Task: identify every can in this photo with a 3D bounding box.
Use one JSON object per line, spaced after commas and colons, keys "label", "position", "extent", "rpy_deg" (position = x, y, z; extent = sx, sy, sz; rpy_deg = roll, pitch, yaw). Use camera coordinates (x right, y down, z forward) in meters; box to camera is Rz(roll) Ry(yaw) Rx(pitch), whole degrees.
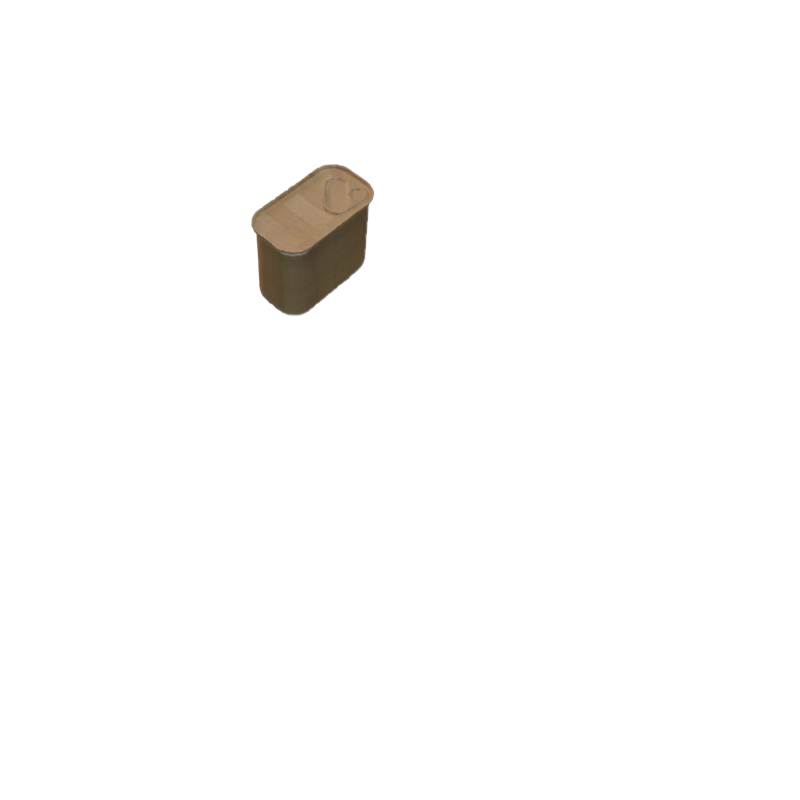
{"label": "can", "position": [-0.071, -0.129, 0.902], "extent": [0.061, 0.078, 0.103], "rpy_deg": [36, 59, 23]}
